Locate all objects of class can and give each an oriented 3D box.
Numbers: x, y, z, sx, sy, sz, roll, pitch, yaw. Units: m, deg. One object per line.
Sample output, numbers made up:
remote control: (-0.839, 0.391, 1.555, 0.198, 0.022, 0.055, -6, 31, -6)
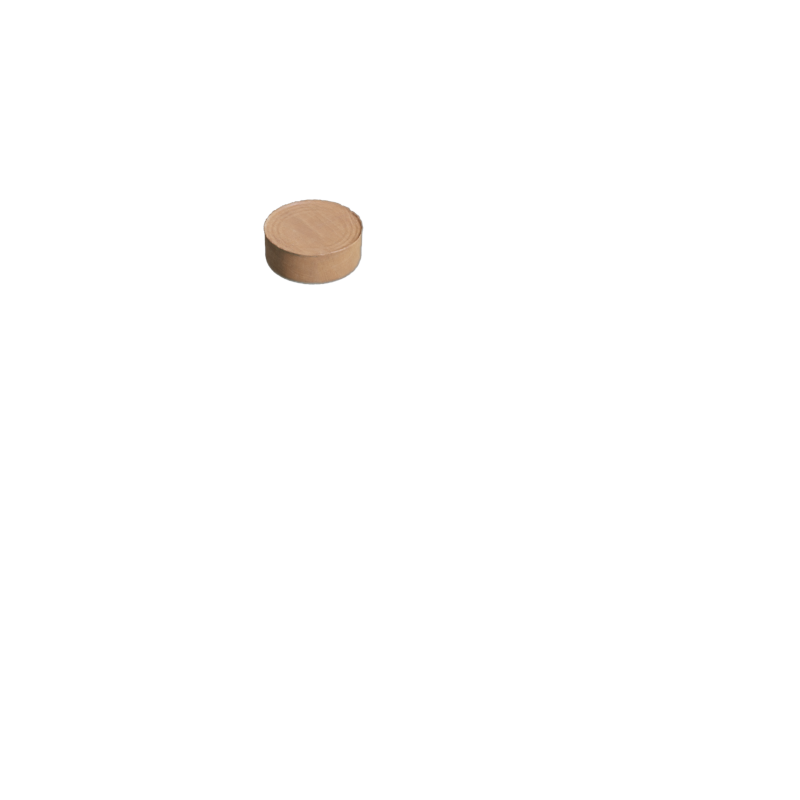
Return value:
can: (-0.075, -0.137, 0.960, 0.086, 0.031, 0.092, -1, 39, -2)
